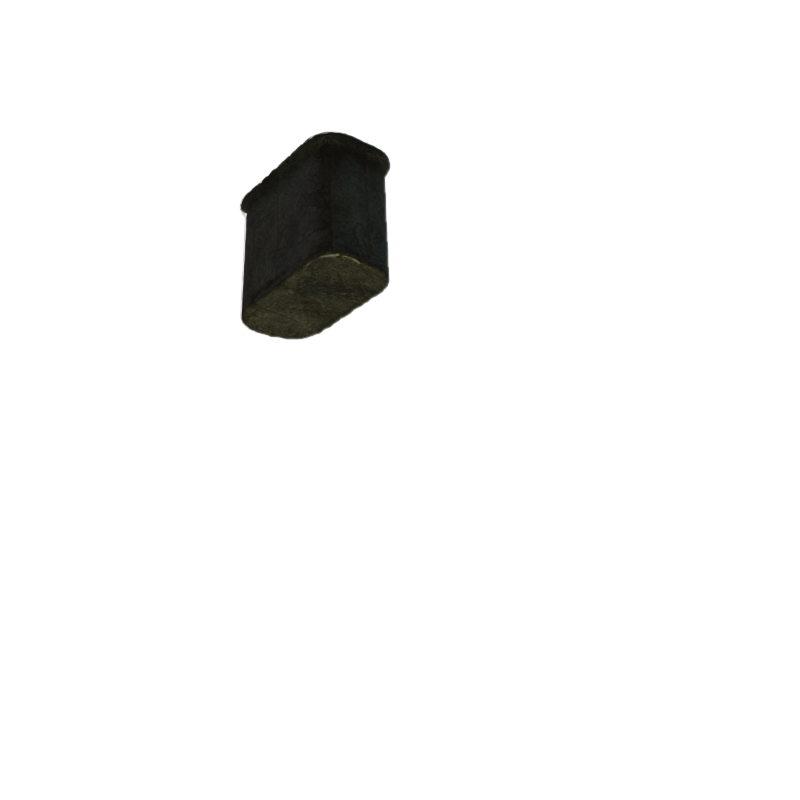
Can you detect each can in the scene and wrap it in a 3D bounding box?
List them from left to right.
[{"bbox_3d":[-0.051,-0.092,0.647,0.054,0.089,0.101,21,-37,-33],"label":"can"}]
